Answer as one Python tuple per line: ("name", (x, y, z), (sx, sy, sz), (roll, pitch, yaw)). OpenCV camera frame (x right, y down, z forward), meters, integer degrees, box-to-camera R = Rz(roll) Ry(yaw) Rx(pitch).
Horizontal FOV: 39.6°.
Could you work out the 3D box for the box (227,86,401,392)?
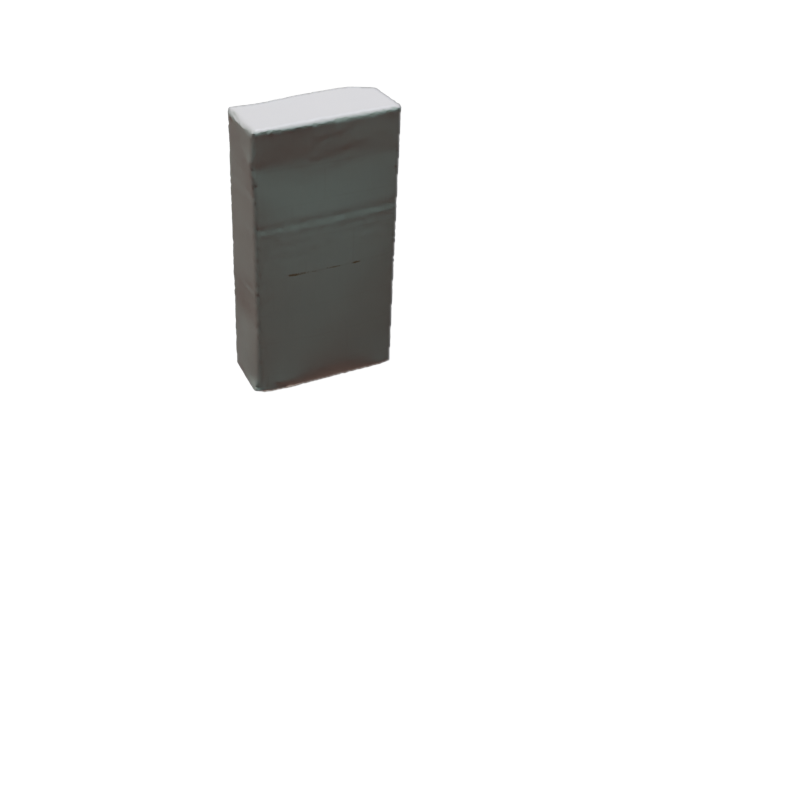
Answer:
("box", (-0.052, -0.094, 0.659), (0.092, 0.166, 0.052), (-13, 33, -24))
